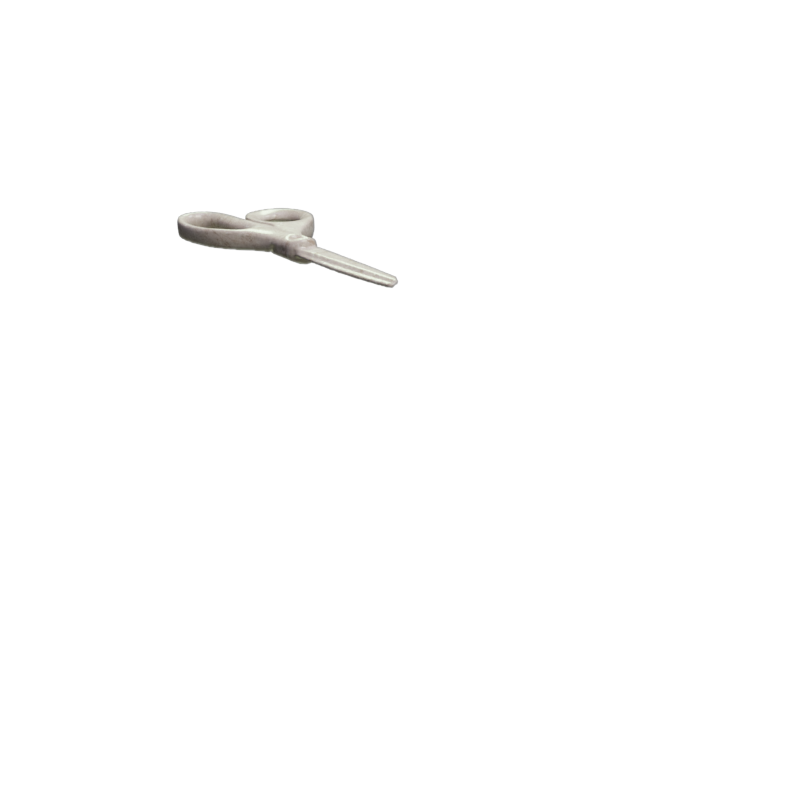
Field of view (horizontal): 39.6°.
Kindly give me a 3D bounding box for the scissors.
[{"bbox_3d":[-0.053,-0.096,0.671,0.213,0.015,0.095,17,26,39],"label":"scissors"}]
